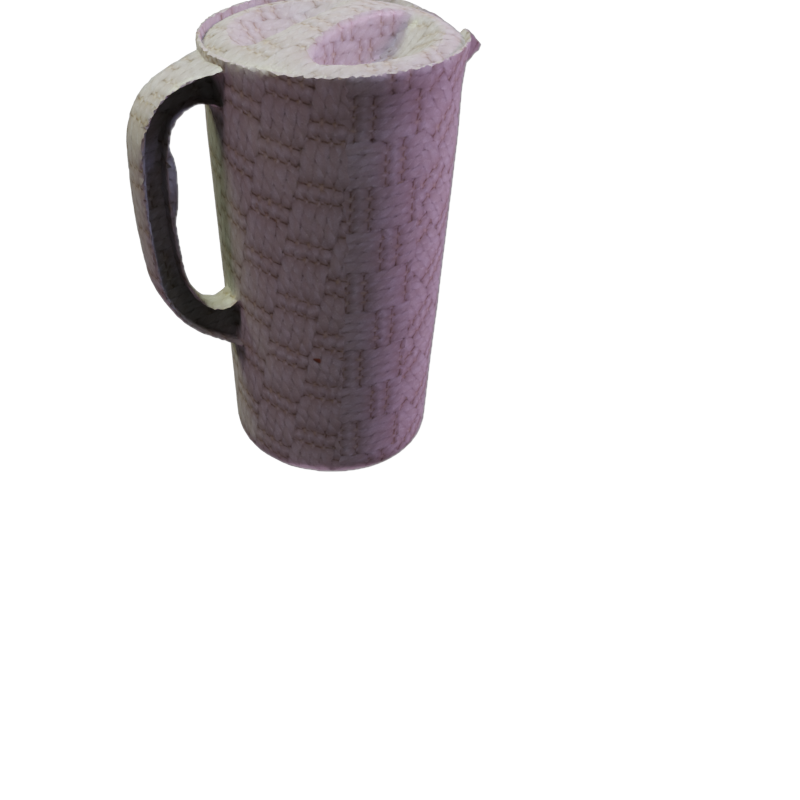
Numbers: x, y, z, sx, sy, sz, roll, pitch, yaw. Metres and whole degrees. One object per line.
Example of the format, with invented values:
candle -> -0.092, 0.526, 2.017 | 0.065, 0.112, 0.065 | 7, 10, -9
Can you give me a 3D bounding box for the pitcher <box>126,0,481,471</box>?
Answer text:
pitcher -> -0.046, -0.084, 0.586 | 0.152, 0.229, 0.151 | 9, 32, 11
